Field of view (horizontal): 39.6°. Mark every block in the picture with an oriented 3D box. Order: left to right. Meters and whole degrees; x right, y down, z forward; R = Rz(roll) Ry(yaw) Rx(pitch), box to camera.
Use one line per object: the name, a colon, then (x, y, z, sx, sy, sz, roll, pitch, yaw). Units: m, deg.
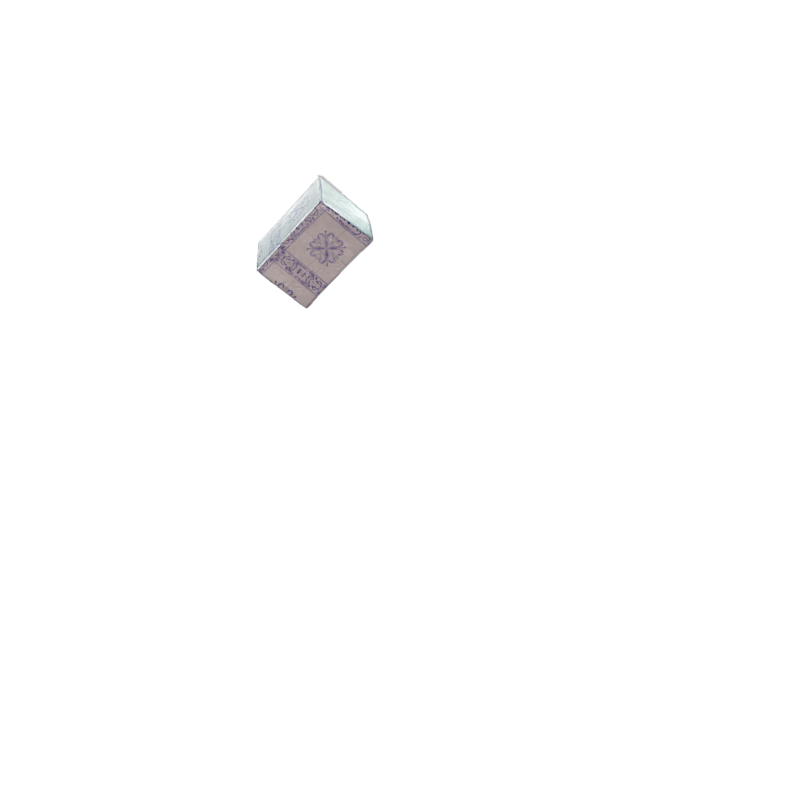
block: (-0.066, -0.121, 0.846, 0.050, 0.077, 0.054, 38, 21, -21)
